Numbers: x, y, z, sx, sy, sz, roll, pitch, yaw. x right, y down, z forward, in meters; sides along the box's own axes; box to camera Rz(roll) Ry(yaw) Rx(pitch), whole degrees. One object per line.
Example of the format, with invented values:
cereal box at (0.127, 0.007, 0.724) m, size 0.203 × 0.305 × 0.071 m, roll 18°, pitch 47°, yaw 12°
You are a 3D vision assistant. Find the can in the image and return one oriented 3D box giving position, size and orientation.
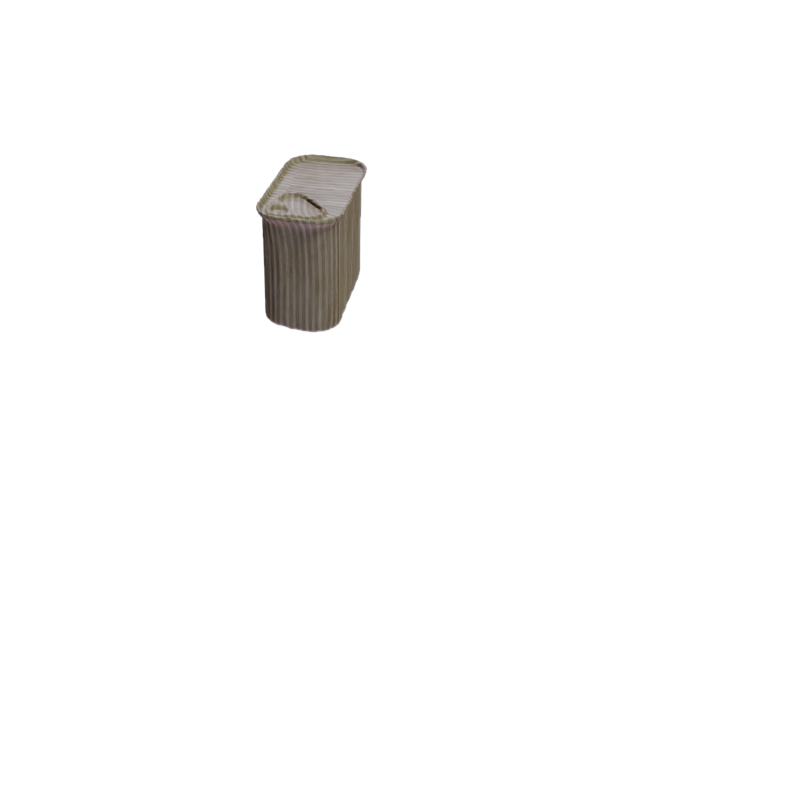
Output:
can at (-0.058, -0.106, 0.745) m, size 0.058 × 0.079 × 0.106 m, roll 7°, pitch 32°, yaw 9°
